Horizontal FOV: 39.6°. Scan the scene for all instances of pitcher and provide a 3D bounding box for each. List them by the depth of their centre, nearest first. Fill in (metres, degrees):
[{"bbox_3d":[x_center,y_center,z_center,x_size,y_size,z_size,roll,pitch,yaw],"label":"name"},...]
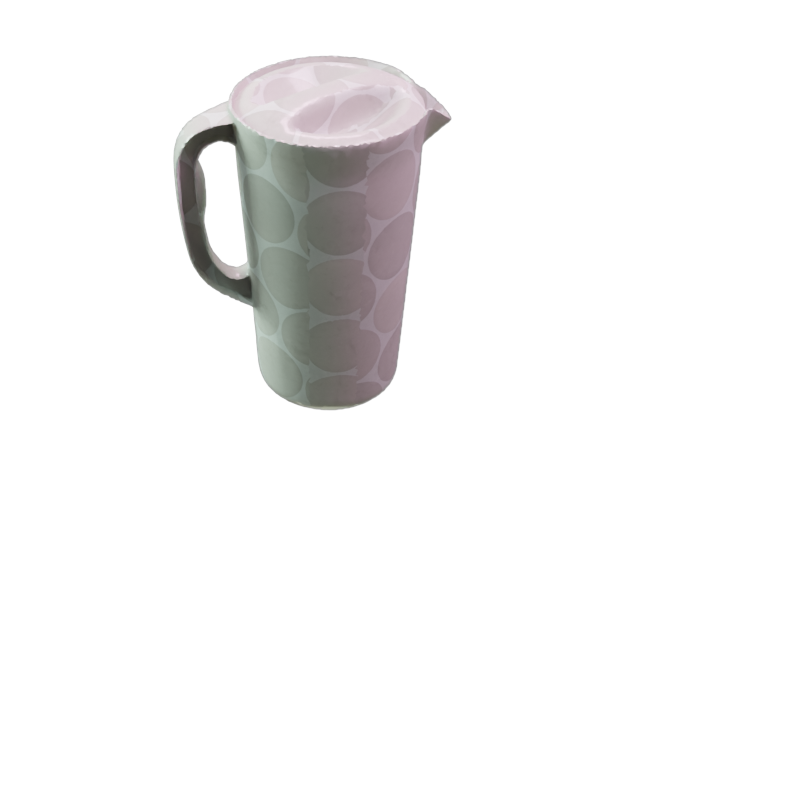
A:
[{"bbox_3d":[-0.062,-0.114,0.796,0.157,0.227,0.147,23,42,25],"label":"pitcher"}]
